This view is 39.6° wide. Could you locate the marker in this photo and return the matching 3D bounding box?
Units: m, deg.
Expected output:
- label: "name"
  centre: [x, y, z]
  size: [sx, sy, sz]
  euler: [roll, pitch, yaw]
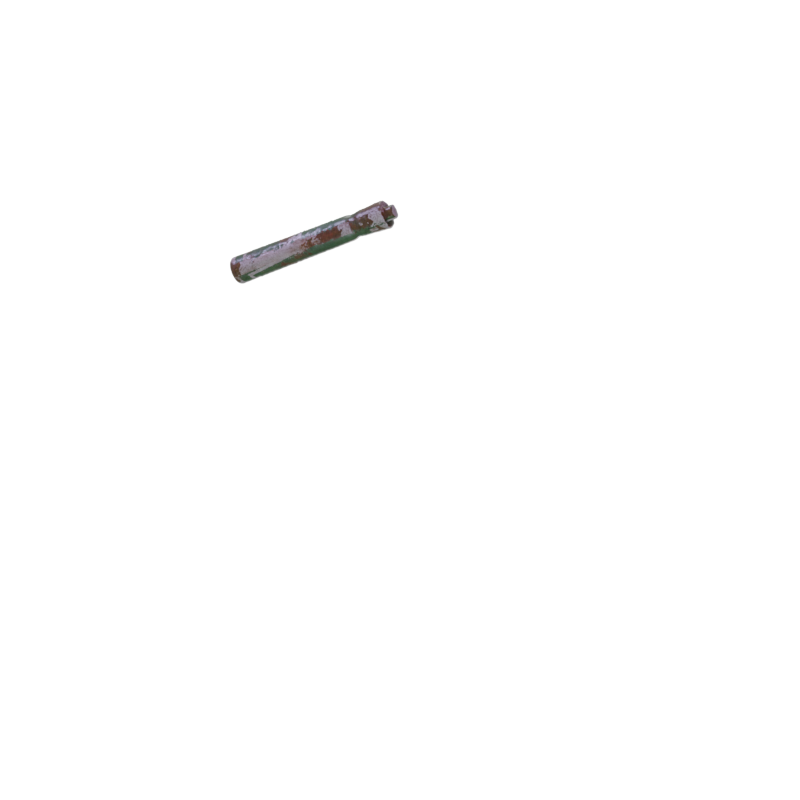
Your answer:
- label: "marker"
  centre: [-0.057, -0.104, 0.726]
  size: [0.122, 0.020, 0.019]
  euler: [-17, -3, 24]
